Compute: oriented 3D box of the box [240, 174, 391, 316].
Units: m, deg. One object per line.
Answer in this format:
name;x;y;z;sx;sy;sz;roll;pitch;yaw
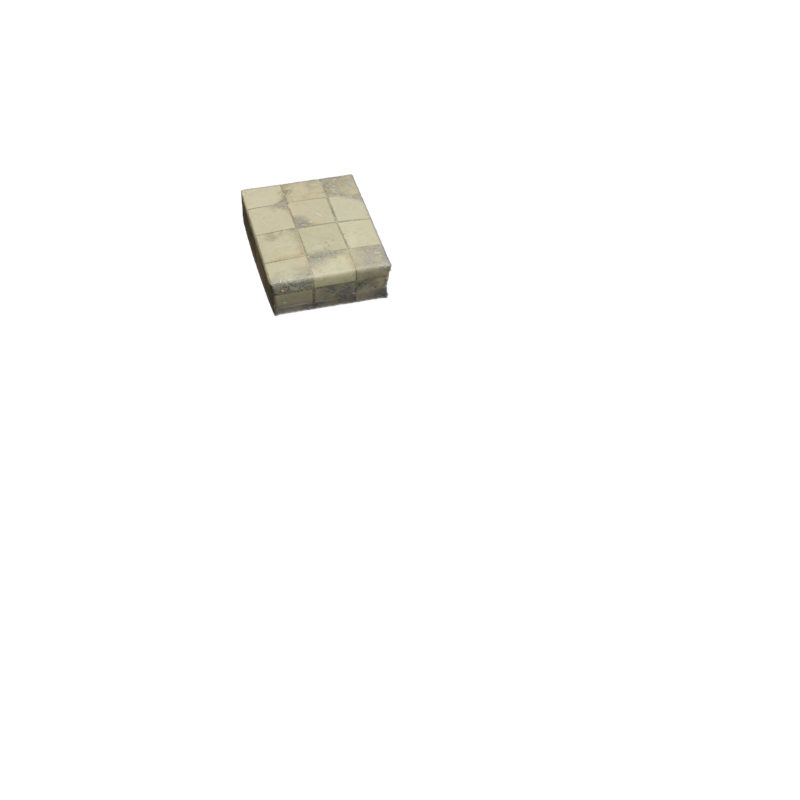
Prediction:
box;-0.065;-0.118;0.830;0.089;0.123;0.036;-11;-42;-11
